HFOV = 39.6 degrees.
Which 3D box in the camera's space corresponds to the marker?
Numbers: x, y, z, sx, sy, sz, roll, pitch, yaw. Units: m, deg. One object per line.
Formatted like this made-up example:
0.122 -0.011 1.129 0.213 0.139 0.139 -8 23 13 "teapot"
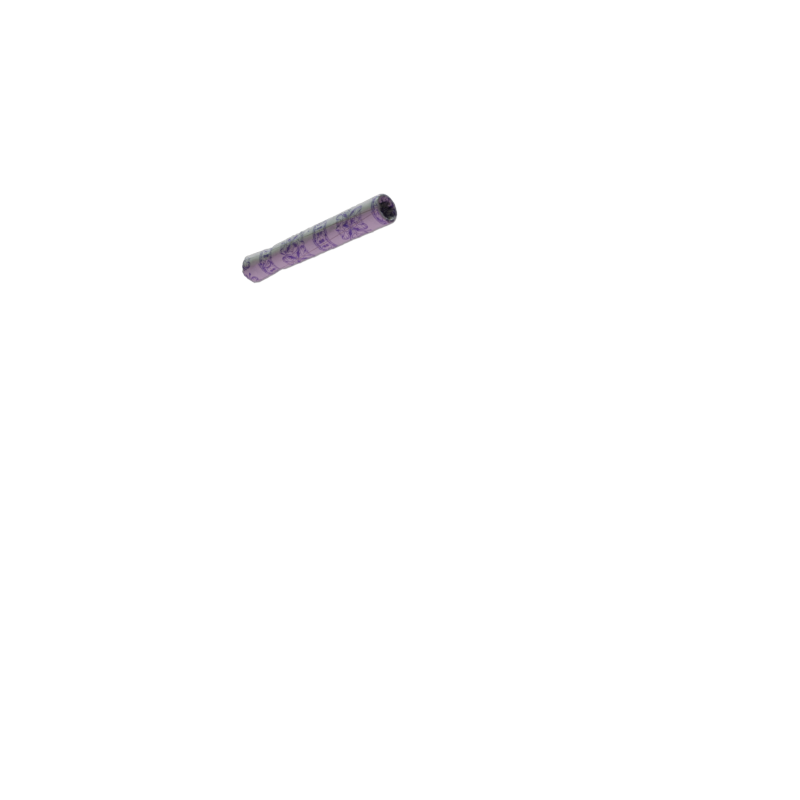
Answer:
-0.053 -0.097 0.678 0.122 0.020 0.019 -17 -8 39 "marker"
